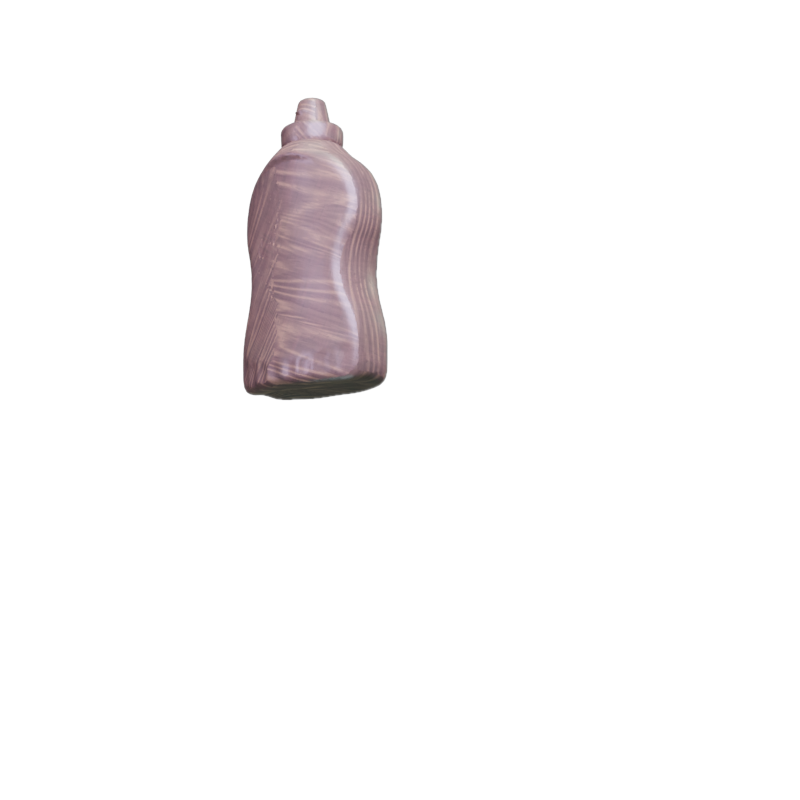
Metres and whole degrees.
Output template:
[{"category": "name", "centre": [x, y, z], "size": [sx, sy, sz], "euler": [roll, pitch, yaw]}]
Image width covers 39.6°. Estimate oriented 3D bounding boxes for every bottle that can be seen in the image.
[{"category": "bottle", "centre": [-0.055, -0.101, 0.704], "size": [0.098, 0.199, 0.055], "euler": [-14, -20, 39]}]
